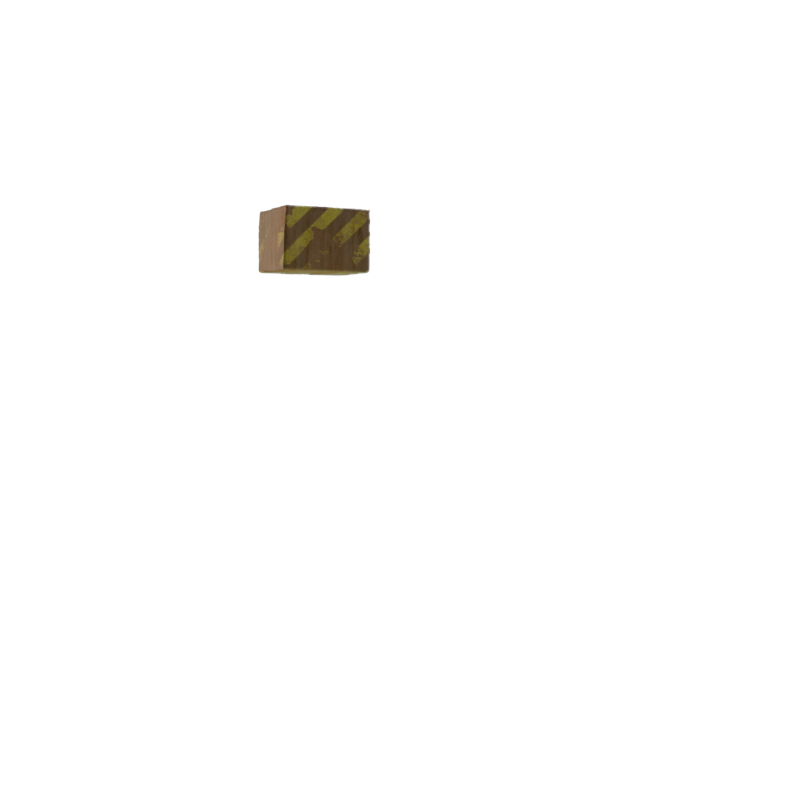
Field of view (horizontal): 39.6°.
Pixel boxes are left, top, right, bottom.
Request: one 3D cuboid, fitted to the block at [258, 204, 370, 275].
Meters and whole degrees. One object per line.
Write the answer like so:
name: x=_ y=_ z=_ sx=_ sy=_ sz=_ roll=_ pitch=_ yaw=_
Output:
block: x=-0.070 y=-0.128 z=0.895 sx=0.075 sy=0.052 sz=0.054 roll=0 pitch=-1 yaw=-29
